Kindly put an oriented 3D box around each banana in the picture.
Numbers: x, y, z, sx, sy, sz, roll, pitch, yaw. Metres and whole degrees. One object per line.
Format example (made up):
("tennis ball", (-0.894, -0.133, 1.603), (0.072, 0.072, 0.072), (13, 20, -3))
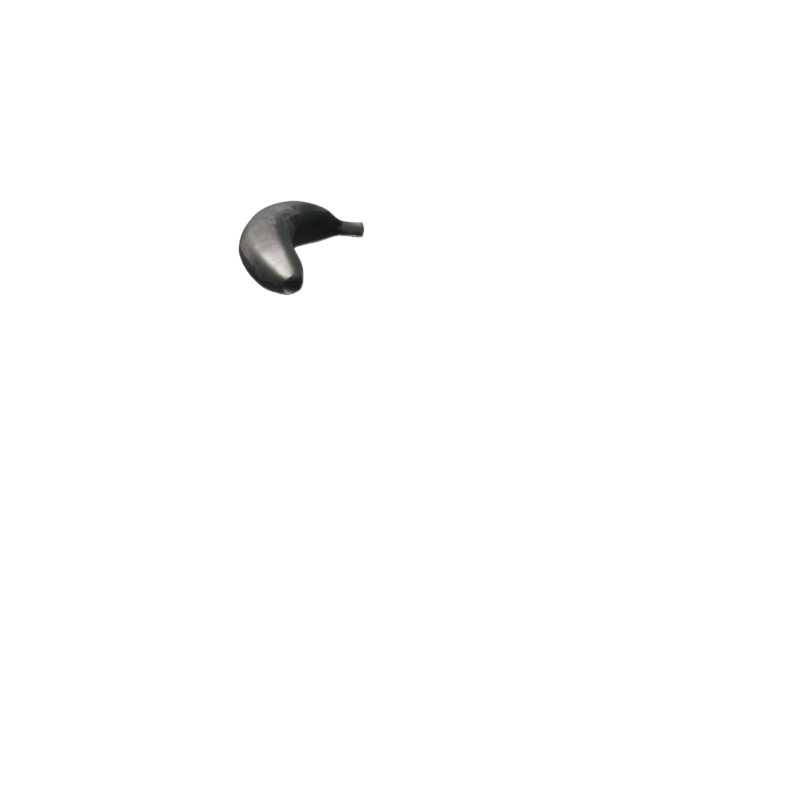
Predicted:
("banana", (-0.078, -0.114, 0.785), (0.071, 0.035, 0.202), (4, 21, 10))
